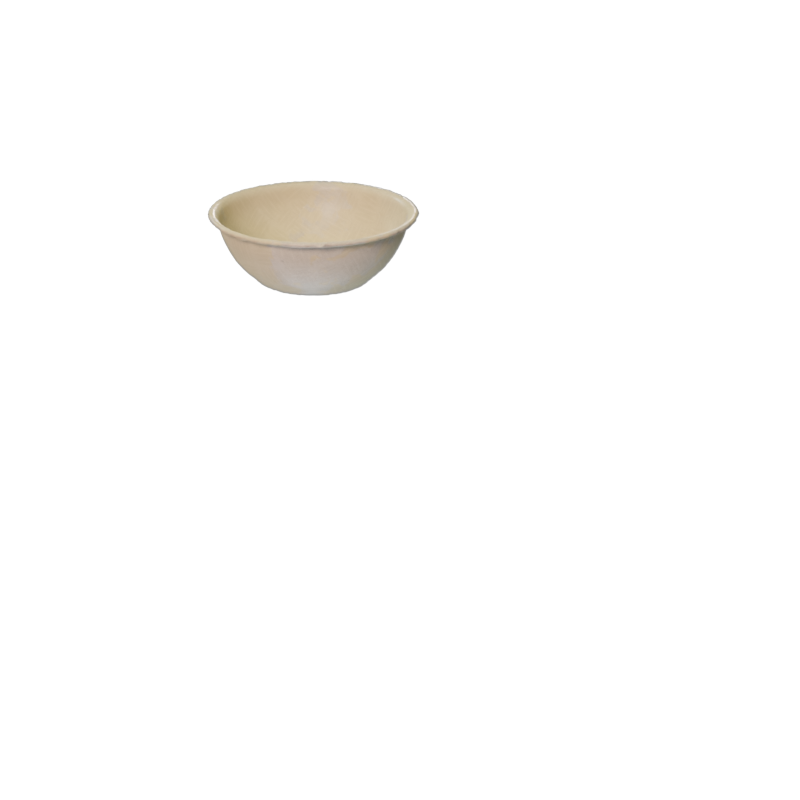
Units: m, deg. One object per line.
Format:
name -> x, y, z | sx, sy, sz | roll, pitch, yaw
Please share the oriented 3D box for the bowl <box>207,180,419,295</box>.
bowl -> -0.067, -0.123, 0.860 | 0.162, 0.052, 0.171 | -1, 26, -2
